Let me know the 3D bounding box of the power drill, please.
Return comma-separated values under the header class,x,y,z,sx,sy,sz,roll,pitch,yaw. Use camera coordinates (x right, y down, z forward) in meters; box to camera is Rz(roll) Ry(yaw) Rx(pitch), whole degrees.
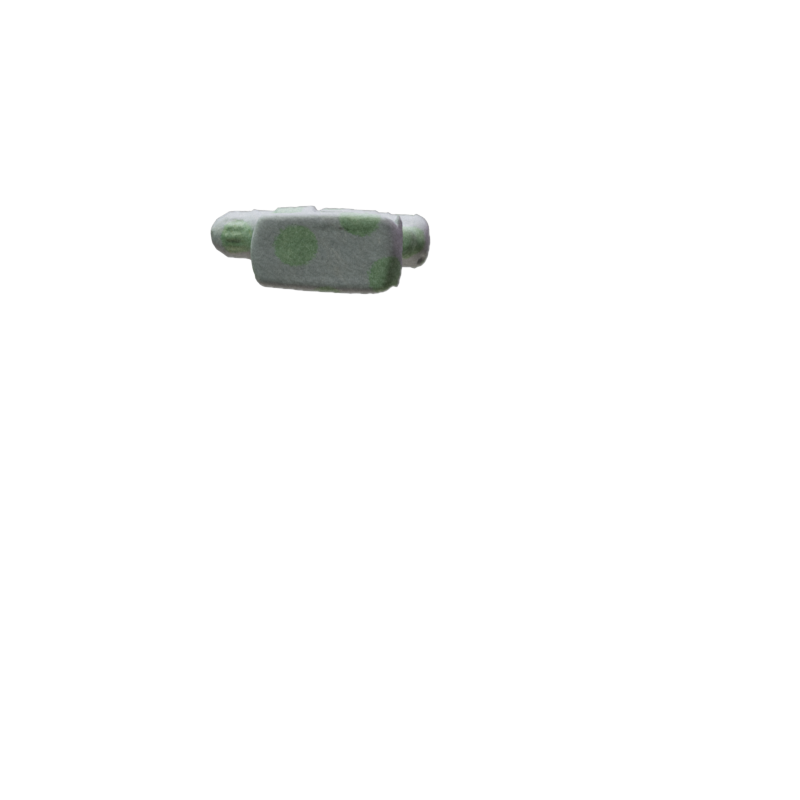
class,x,y,z,sx,sy,sz,roll,pitch,yaw
power drill,-0.067,-0.123,0.862,0.185,0.056,0.191,1,13,2
